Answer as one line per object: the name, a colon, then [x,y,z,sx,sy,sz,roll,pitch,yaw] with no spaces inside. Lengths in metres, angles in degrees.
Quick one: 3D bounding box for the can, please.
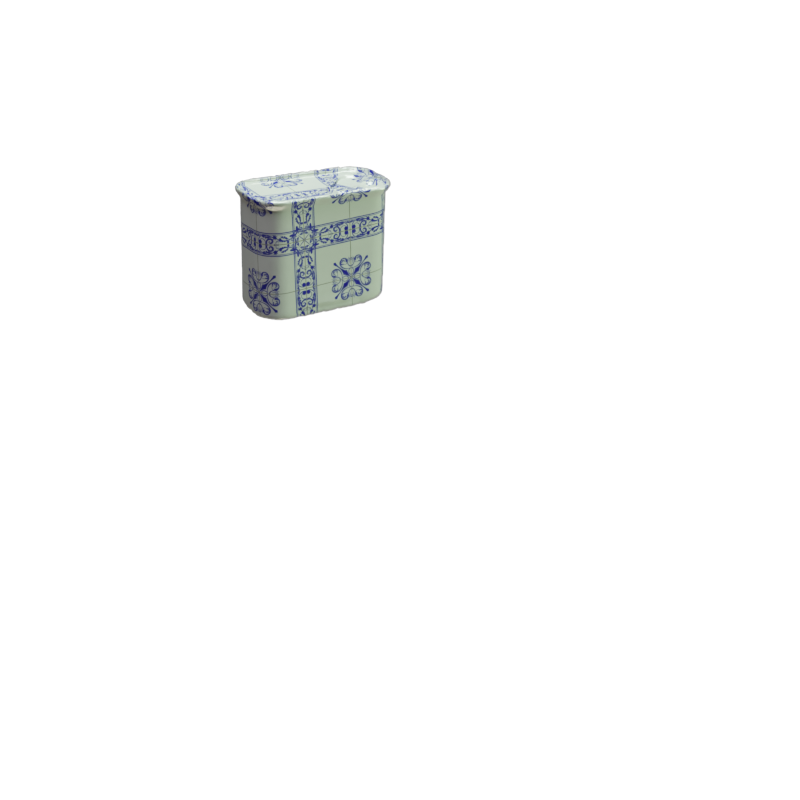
can: [-0.059,-0.107,0.751,0.100,0.080,0.061,-12,26,-27]
